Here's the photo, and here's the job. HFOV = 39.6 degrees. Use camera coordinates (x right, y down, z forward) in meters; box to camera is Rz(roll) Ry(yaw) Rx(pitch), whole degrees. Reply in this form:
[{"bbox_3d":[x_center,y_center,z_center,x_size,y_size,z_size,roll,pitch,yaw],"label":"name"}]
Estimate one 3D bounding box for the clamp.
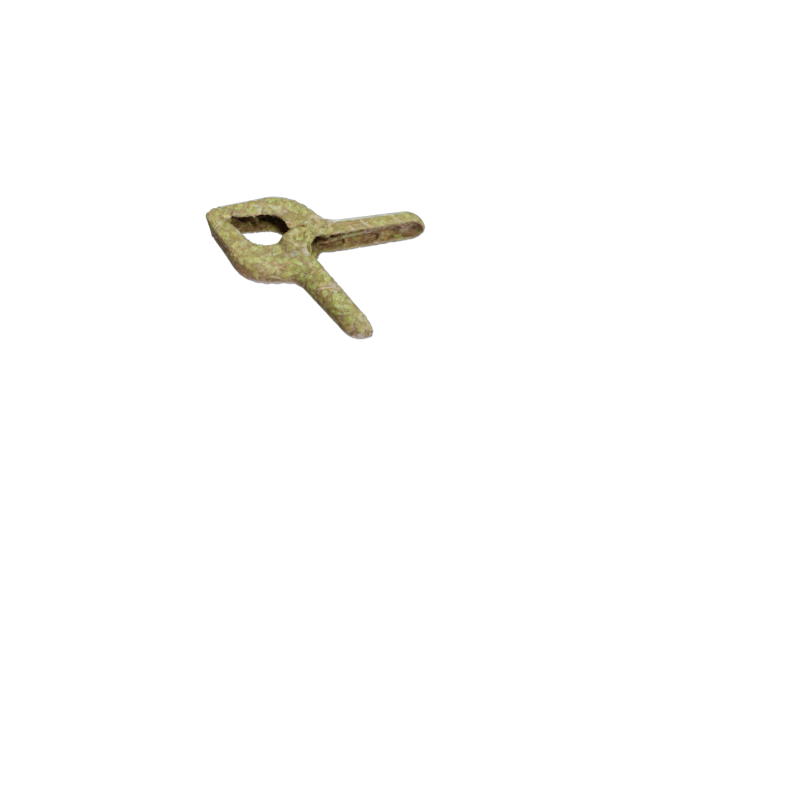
[{"bbox_3d":[-0.069,-0.125,0.876,0.179,0.123,0.036,27,-34,20],"label":"clamp"}]
